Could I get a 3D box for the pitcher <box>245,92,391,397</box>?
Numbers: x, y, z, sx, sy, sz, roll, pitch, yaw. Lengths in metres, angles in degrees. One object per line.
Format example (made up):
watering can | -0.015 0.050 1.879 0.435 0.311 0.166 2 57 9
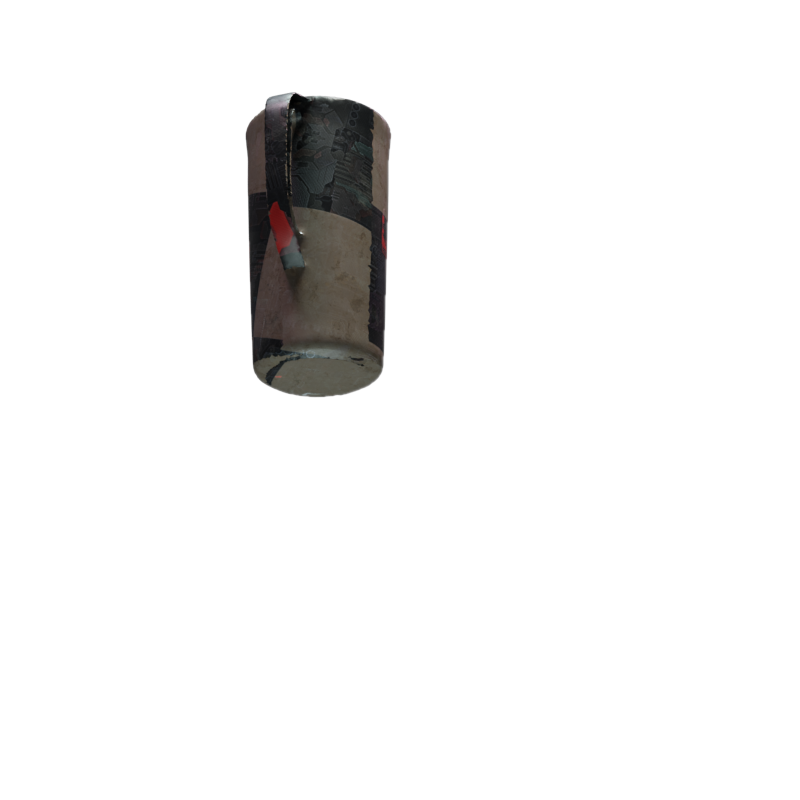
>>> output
pitcher | -0.075 -0.136 0.955 0.143 0.258 0.143 12 -29 -26
